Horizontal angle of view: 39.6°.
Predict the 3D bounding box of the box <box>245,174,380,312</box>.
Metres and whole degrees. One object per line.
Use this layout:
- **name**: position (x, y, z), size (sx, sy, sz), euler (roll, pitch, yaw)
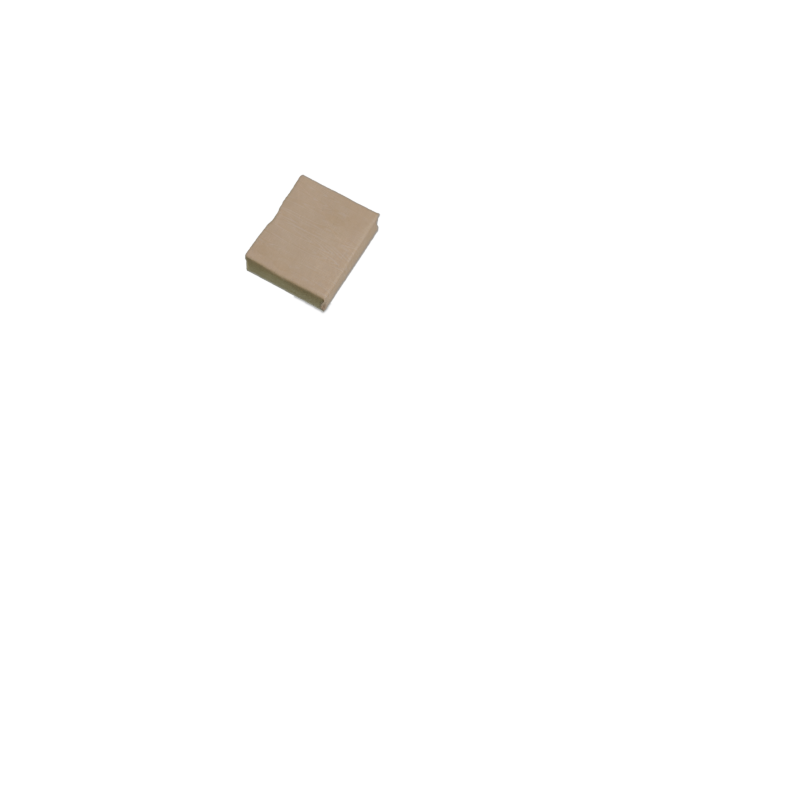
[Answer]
- **box**: position (-0.068, -0.125, 0.873), size (0.075, 0.092, 0.028), euler (28, -23, 12)
